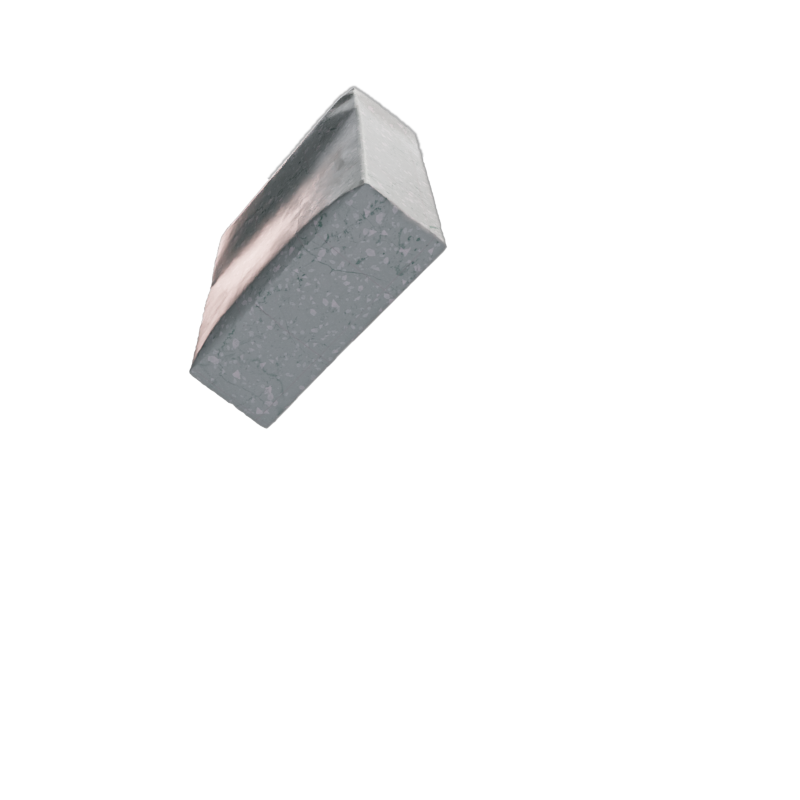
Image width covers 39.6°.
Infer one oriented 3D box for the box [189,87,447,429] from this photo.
[{"bbox_3d":[-0.058,-0.106,0.742,0.069,0.162,0.226,38,20,-22],"label":"box"}]
